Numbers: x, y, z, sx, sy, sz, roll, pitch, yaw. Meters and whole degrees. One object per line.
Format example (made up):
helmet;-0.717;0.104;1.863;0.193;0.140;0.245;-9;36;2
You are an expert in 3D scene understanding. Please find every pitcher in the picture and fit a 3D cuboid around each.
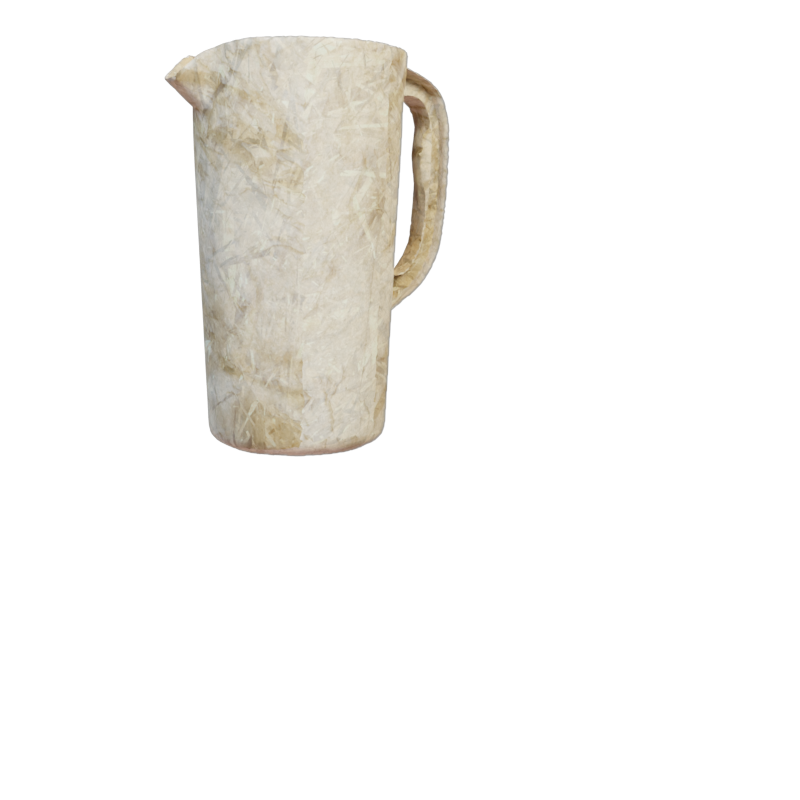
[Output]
pitcher;-0.053;-0.097;0.679;0.152;0.241;0.143;1;4;13
